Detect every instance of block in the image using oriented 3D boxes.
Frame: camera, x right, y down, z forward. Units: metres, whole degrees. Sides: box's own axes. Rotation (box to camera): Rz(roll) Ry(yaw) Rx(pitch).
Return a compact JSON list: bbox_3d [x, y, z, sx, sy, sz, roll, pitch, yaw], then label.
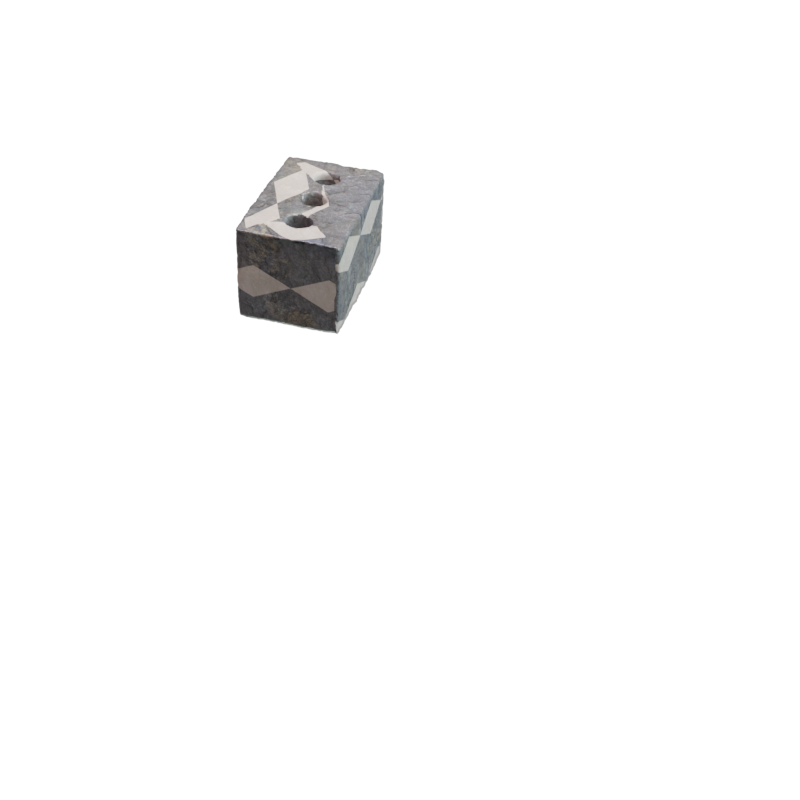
[{"bbox_3d":[-0.043,-0.079,0.550,0.054,0.048,0.081,10,38,11],"label":"block"}]
